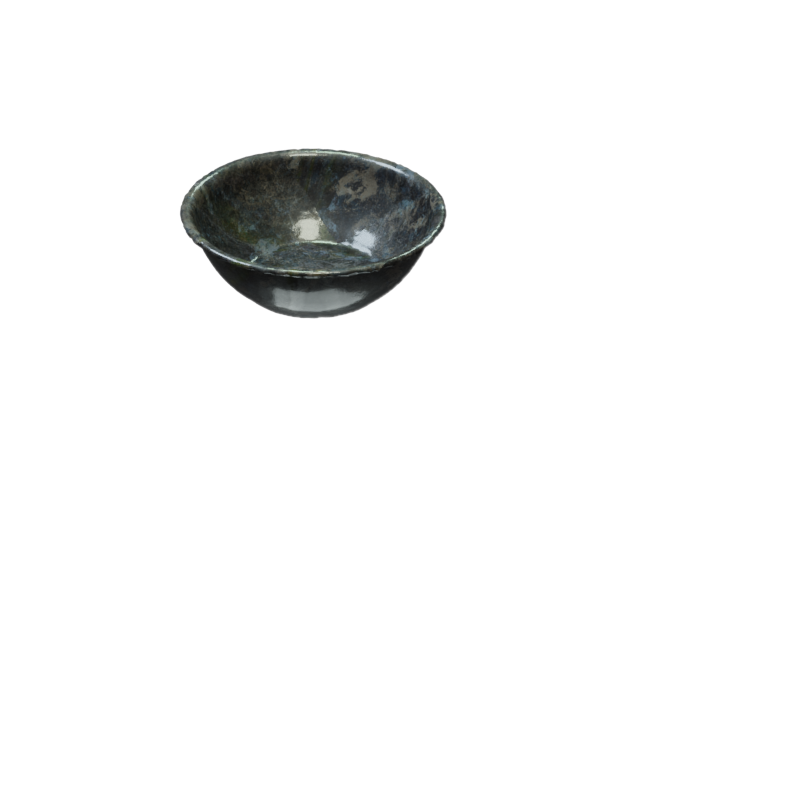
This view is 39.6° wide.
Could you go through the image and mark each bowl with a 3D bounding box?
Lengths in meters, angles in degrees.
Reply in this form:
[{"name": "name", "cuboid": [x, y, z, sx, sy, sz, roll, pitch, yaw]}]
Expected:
[{"name": "bowl", "cuboid": [-0.054, -0.098, 0.688, 0.162, 0.052, 0.173, -1, 36, -2]}]
